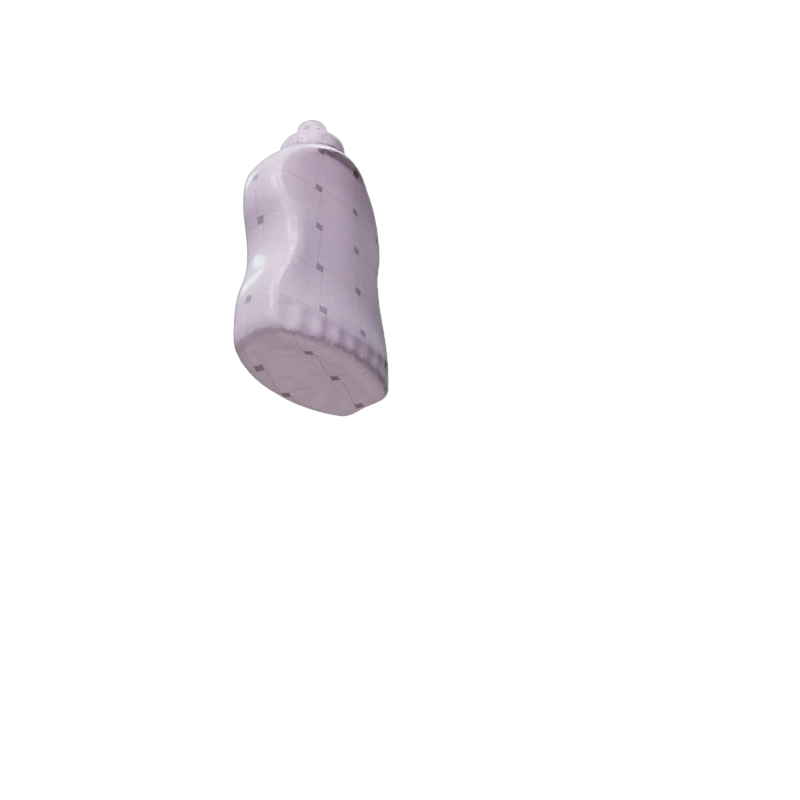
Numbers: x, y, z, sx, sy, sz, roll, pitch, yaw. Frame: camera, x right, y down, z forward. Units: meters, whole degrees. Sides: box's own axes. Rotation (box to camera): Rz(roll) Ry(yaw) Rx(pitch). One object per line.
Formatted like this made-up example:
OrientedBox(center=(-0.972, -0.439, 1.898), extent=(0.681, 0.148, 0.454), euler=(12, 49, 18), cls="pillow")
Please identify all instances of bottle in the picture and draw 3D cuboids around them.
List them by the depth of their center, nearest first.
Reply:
OrientedBox(center=(-0.051, -0.093, 0.651), extent=(0.058, 0.205, 0.090), euler=(-31, -45, 32), cls="bottle")
